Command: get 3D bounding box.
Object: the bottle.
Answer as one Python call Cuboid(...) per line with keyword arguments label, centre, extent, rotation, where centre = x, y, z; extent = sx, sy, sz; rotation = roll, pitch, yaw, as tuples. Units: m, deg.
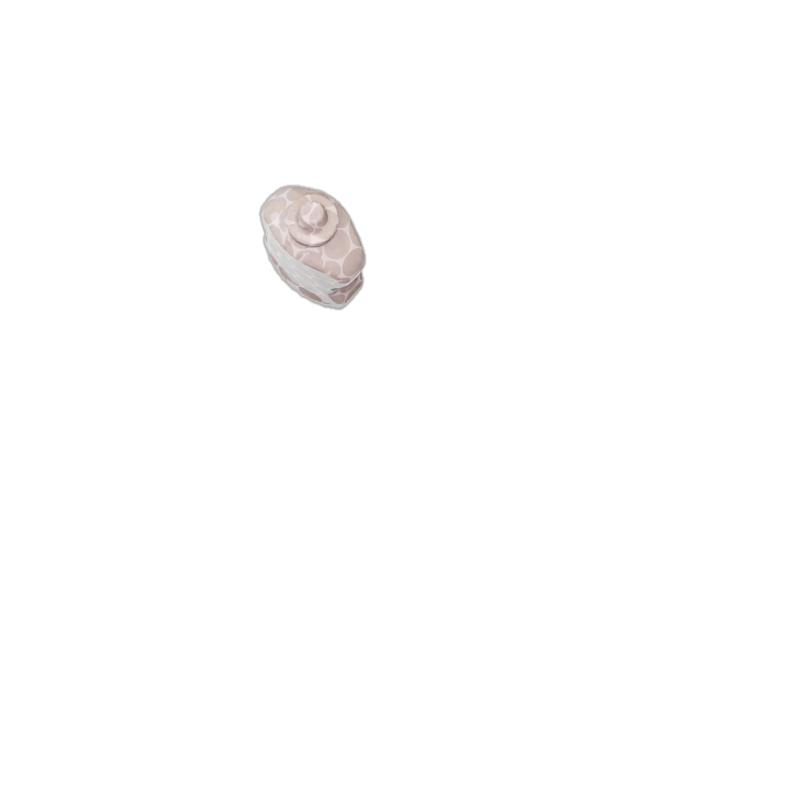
Cuboid(label="bottle", centre=(-0.073, -0.132, 0.928), extent=(0.098, 0.059, 0.187), rotation=(43, -8, 3))
